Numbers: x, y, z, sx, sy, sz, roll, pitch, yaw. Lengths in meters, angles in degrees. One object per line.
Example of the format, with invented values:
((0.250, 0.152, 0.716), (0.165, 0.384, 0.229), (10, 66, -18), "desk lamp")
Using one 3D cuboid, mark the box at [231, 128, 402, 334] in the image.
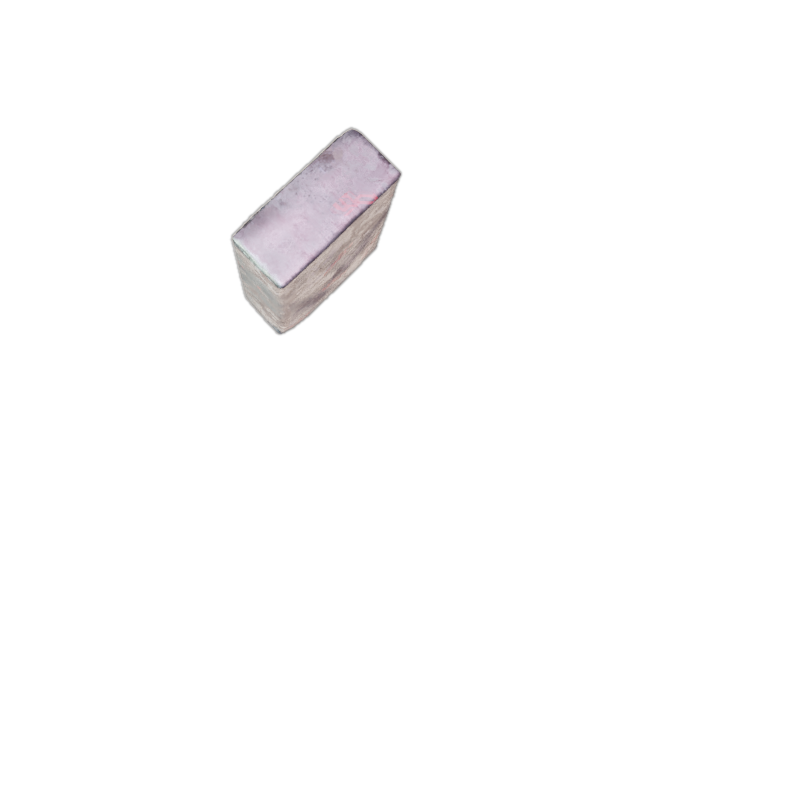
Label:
((-0.052, -0.096, 0.667), (0.094, 0.049, 0.172), (-45, -3, -9), "box")
